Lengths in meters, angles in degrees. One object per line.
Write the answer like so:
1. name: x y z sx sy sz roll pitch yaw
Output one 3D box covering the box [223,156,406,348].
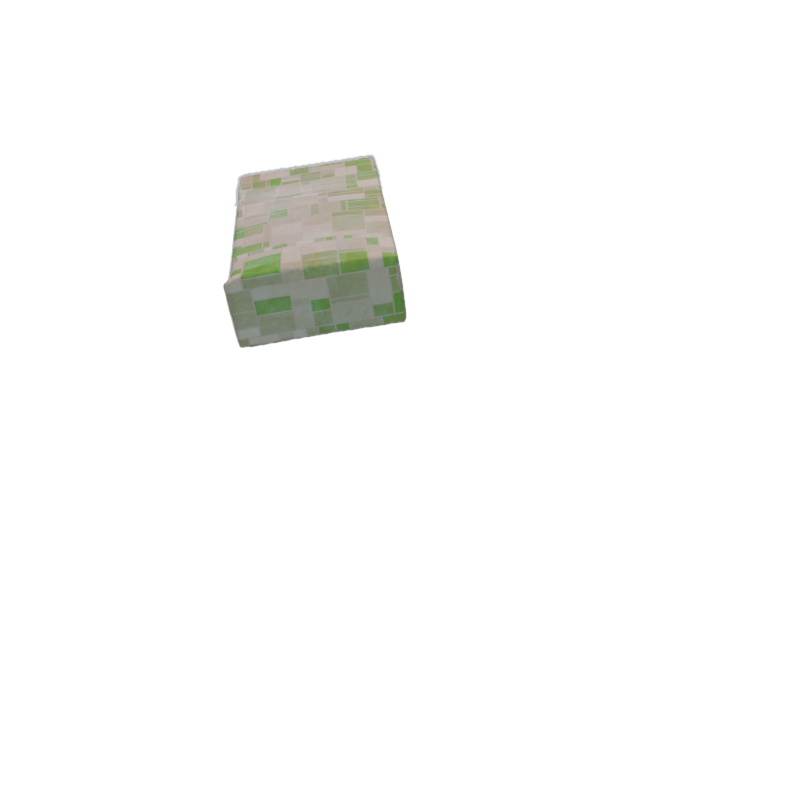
1. box: -0.051 -0.094 0.657 0.093 0.045 0.186 -9 26 1
